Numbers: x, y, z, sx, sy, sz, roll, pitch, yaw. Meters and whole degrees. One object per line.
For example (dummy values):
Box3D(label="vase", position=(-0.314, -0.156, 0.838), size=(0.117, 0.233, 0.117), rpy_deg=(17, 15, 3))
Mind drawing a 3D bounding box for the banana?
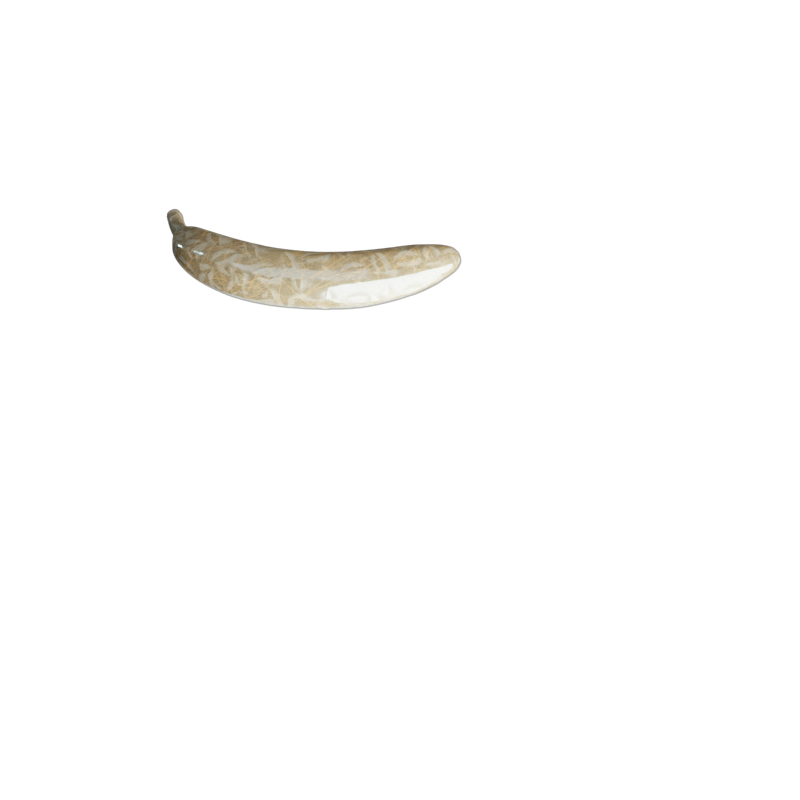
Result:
Box3D(label="banana", position=(-0.063, -0.087, 0.702), size=(0.200, 0.073, 0.034), rpy_deg=(10, -36, 7))
